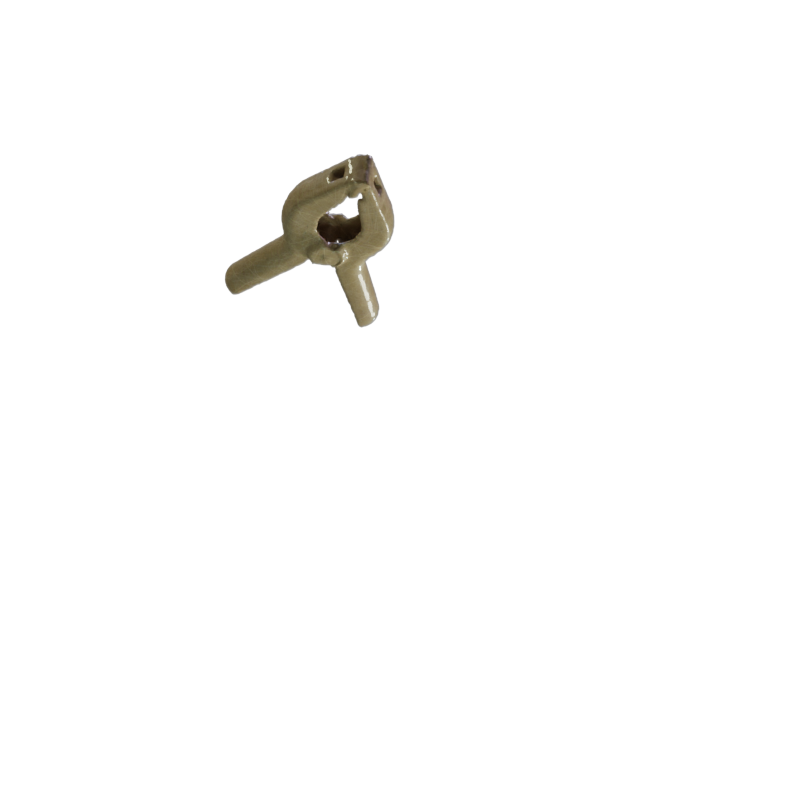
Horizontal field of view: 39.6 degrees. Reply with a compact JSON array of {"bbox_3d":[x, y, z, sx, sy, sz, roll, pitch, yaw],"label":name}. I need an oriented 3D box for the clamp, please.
[{"bbox_3d":[-0.062,-0.114,0.798,0.119,0.042,0.162,6,-37,-8],"label":"clamp"}]
